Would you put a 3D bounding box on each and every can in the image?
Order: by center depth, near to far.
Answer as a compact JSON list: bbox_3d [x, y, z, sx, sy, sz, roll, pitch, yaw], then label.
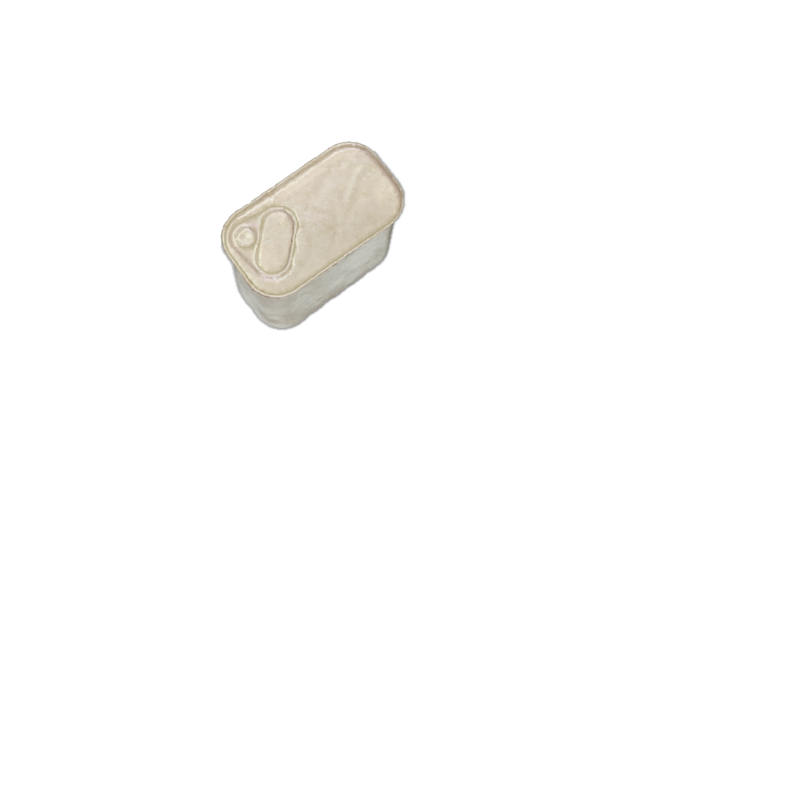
[{"bbox_3d":[-0.051,-0.092,0.646,0.102,0.059,0.081,-36,-9,-11],"label":"can"}]
